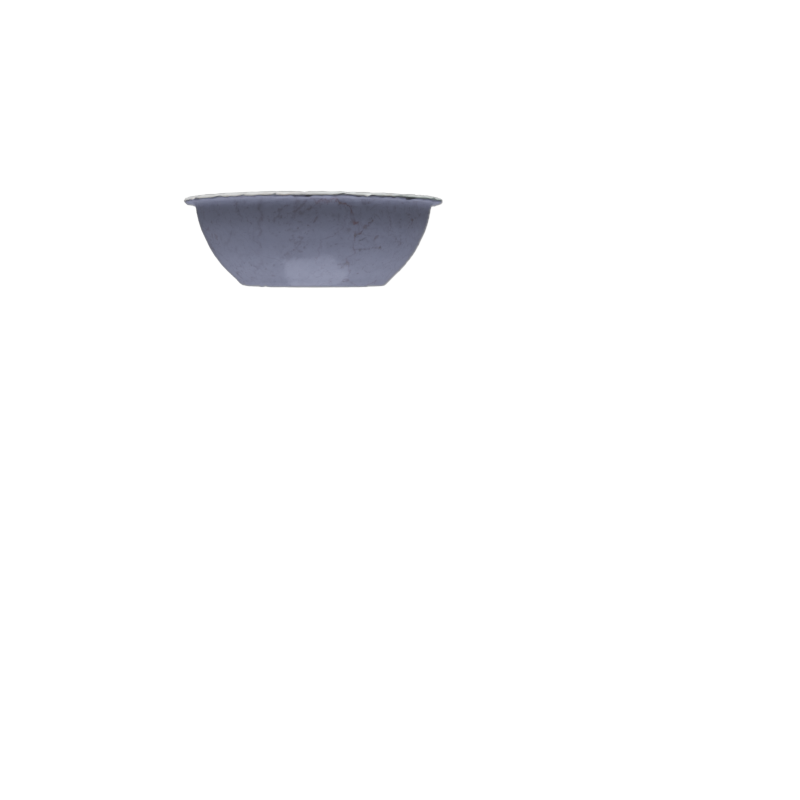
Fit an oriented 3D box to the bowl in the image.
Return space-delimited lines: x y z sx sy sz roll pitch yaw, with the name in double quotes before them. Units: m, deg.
"bowl" -0.054 -0.099 0.695 0.162 0.055 0.164 0 7 -2
